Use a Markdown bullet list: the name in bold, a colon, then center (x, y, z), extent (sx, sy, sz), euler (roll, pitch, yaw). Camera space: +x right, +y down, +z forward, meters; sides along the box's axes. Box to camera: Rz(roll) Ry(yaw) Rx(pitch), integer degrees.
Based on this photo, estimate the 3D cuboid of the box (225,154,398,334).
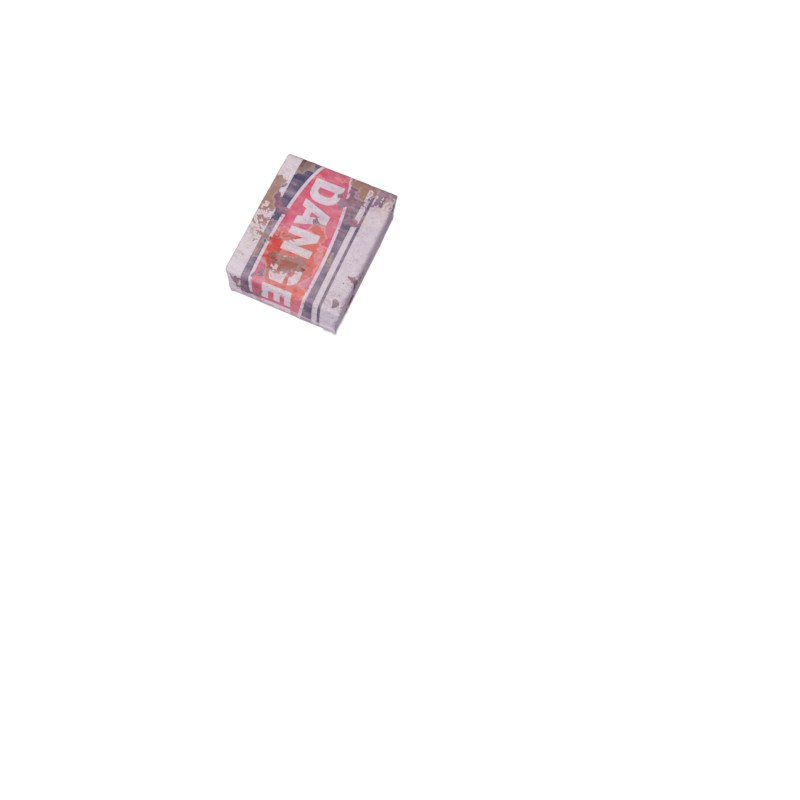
- **box**: center (-0.064, -0.117, 0.816), extent (0.092, 0.118, 0.037), euler (21, -24, 9)
